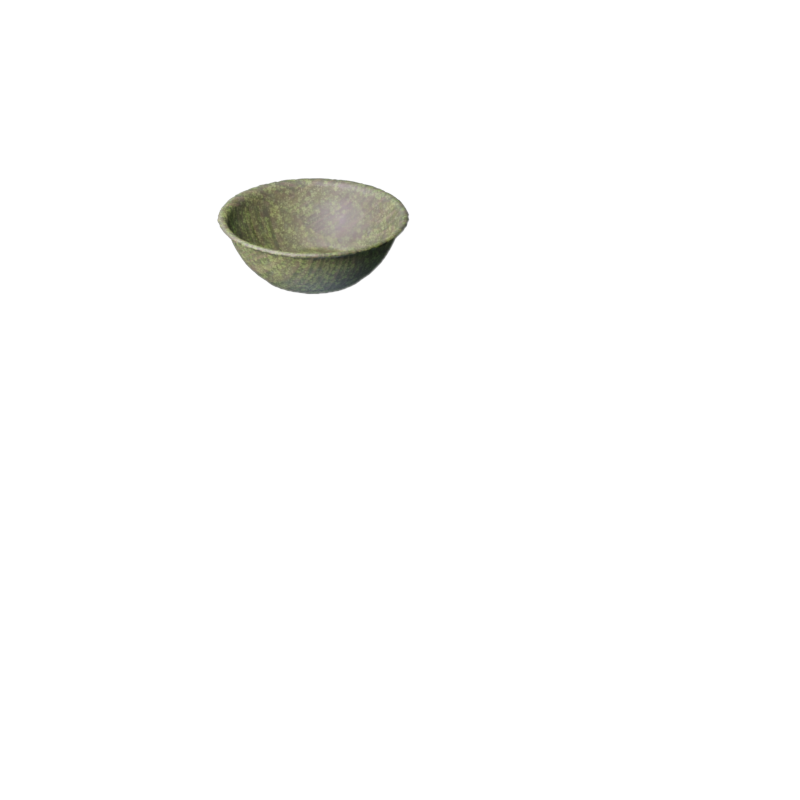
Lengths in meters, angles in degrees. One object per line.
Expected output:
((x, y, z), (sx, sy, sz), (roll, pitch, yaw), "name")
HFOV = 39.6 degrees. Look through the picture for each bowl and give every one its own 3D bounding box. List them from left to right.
((-0.074, -0.136, 0.950), (0.162, 0.052, 0.172), (-1, 31, -2), "bowl")
